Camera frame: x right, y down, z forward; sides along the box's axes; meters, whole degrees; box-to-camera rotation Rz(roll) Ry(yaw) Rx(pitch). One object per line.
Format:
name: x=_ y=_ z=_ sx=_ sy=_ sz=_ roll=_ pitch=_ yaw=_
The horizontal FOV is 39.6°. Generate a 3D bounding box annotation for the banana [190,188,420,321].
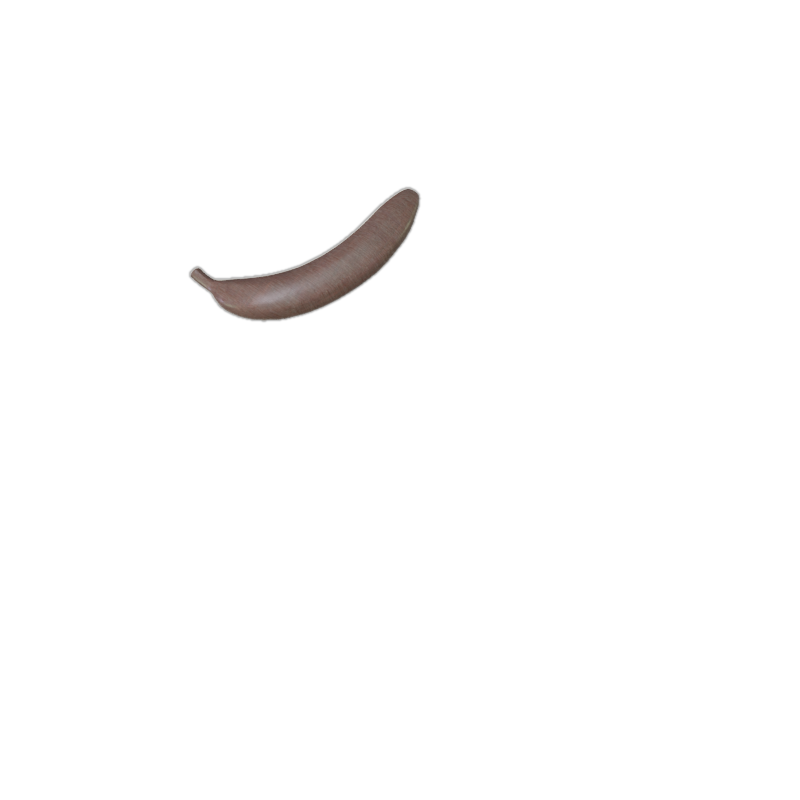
banana: x=-0.067 y=-0.109 z=0.889 sx=0.197 sy=0.072 sz=0.036 roll=-21 pitch=-11 yaw=-5
